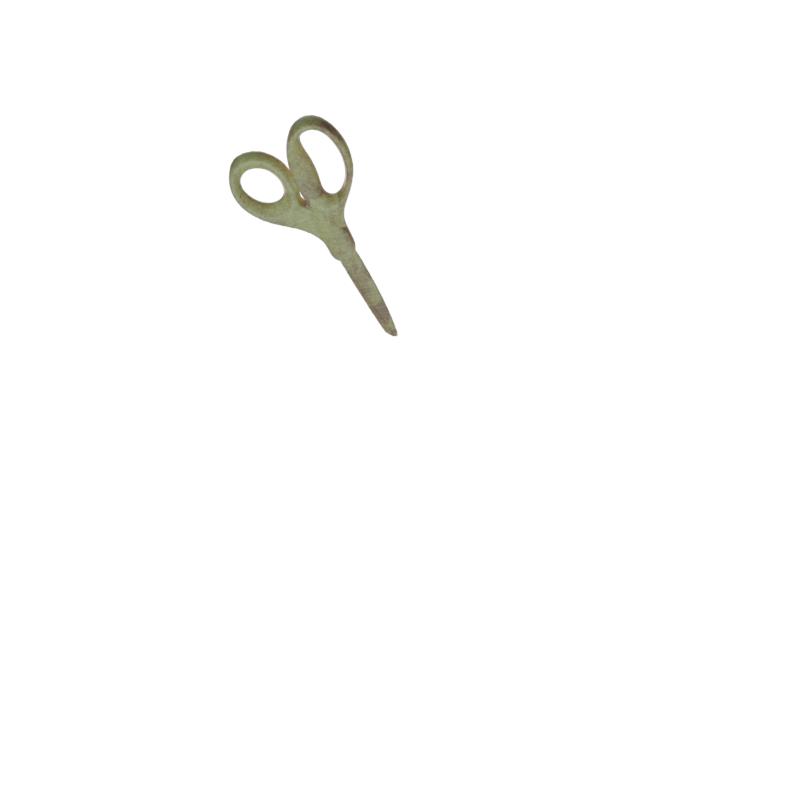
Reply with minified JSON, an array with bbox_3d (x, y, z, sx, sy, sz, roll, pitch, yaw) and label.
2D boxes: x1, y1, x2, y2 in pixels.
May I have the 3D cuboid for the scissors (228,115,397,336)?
[{"bbox_3d":[-0.063,-0.115,0.804,0.097,0.187,0.017,-7,39,5],"label":"scissors"}]
